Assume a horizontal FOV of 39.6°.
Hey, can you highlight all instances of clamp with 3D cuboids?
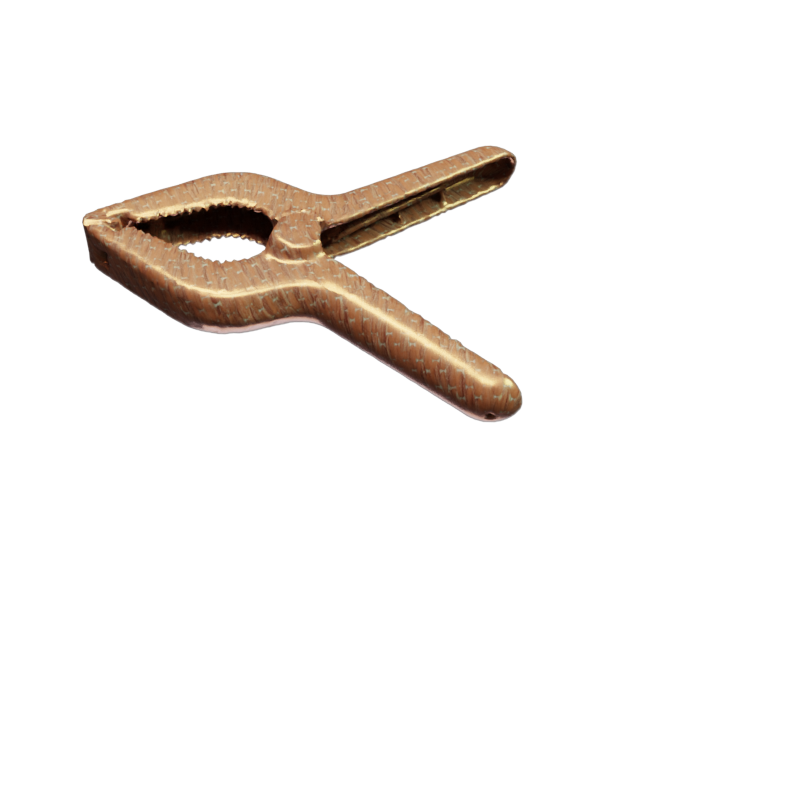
[{"bbox_3d":[-0.041,-0.074,0.521,0.213,0.174,0.034,9,-43,8],"label":"clamp"}]
